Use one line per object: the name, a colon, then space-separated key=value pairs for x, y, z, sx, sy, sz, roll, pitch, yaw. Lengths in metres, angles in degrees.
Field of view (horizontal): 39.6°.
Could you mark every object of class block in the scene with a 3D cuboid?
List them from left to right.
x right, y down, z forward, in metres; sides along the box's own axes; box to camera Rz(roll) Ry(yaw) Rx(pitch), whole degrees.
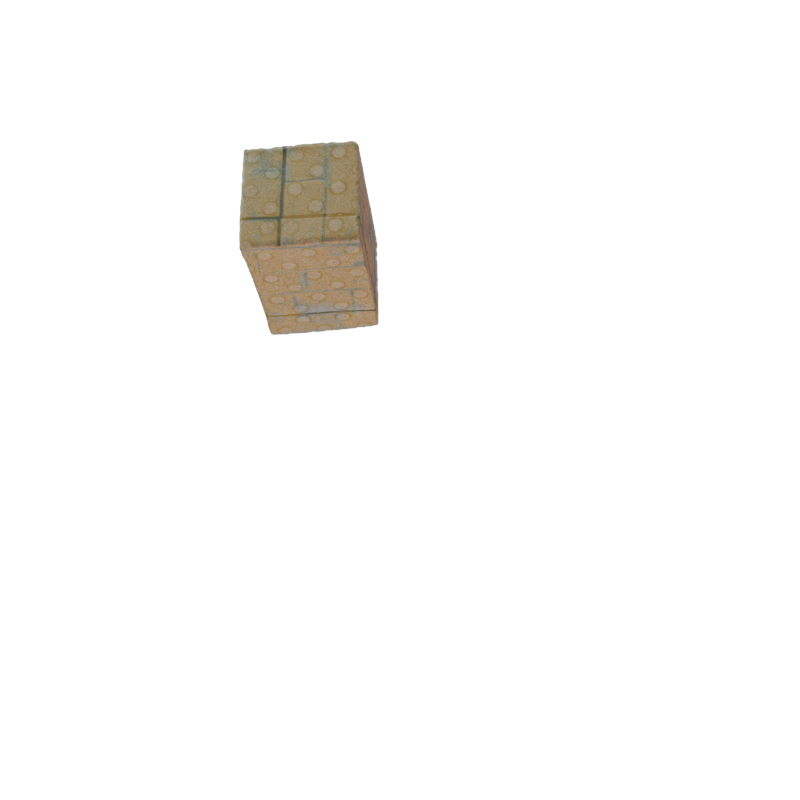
block: x=-0.039 y=-0.071 z=0.499 sx=0.053 sy=0.055 sz=0.073 roll=-4 pitch=-29 yaw=4
